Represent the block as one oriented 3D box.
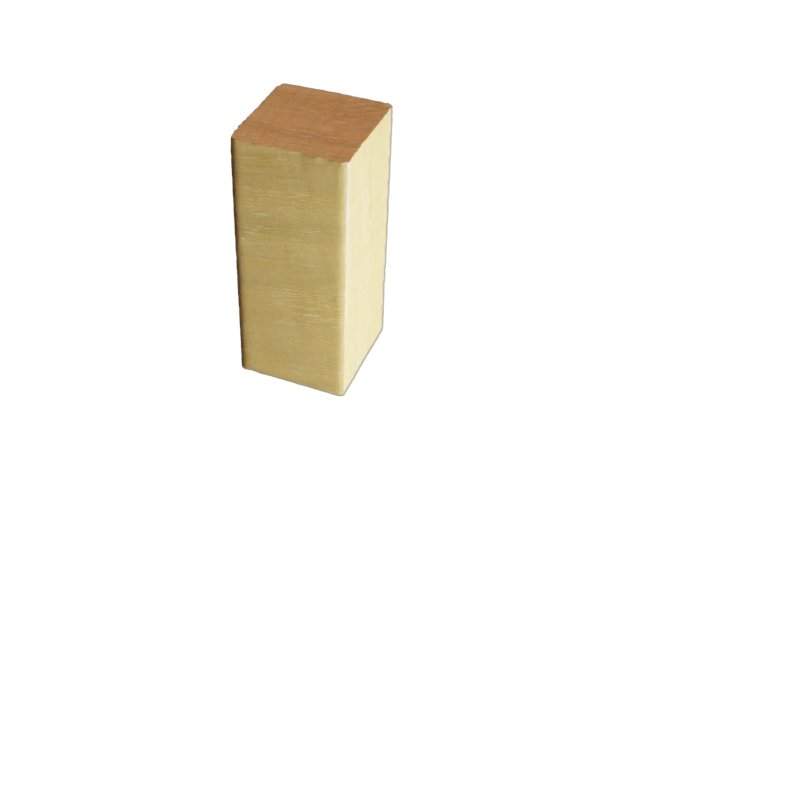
[{"bbox_3d":[-0.065,-0.118,0.823,0.093,0.192,0.094,15,40,14],"label":"block"}]
